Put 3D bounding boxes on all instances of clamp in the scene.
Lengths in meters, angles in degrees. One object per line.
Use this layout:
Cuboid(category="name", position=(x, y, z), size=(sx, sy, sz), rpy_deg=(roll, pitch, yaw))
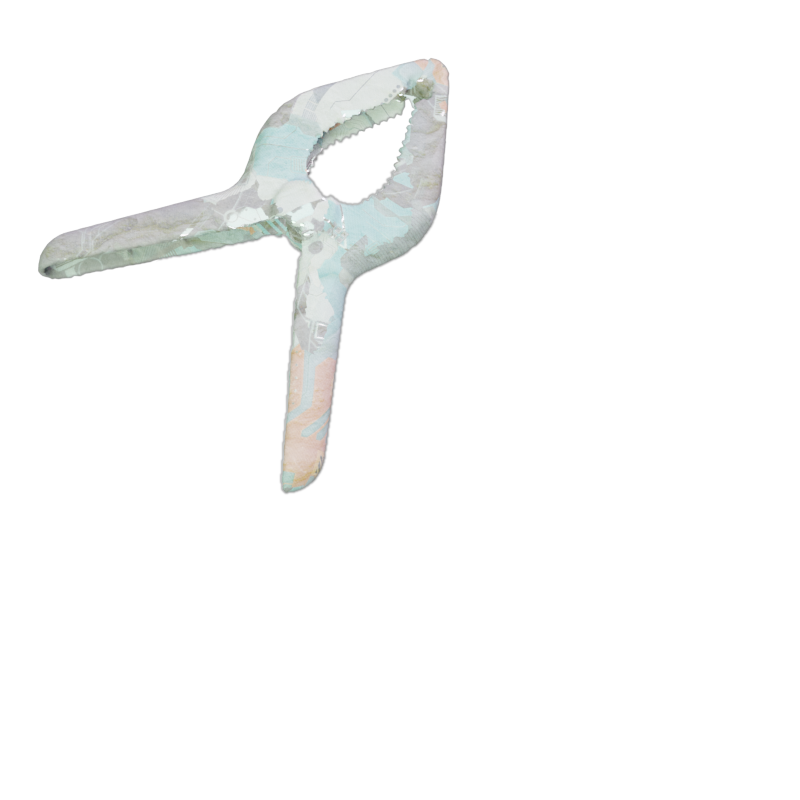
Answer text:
Cuboid(category="clamp", position=(-0.041, -0.074, 0.521), size=(0.211, 0.170, 0.035), rpy_deg=(-42, -13, -12))
